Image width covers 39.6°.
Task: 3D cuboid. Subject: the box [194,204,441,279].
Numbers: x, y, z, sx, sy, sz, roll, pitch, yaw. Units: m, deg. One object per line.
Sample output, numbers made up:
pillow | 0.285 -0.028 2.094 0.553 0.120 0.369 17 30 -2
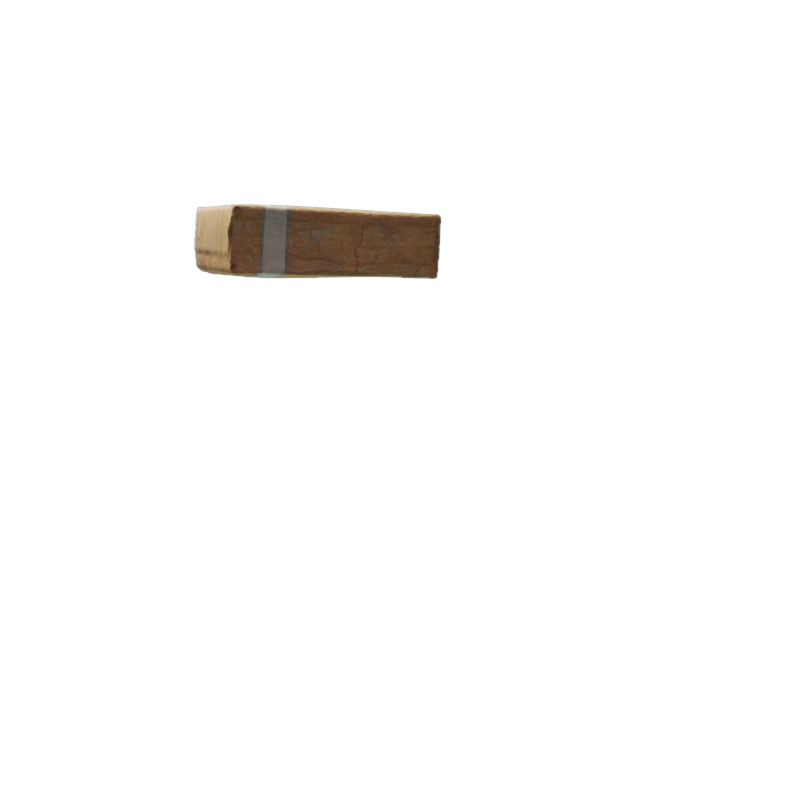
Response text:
box | -0.046 -0.085 0.593 0.111 0.039 0.093 -2 7 -19
